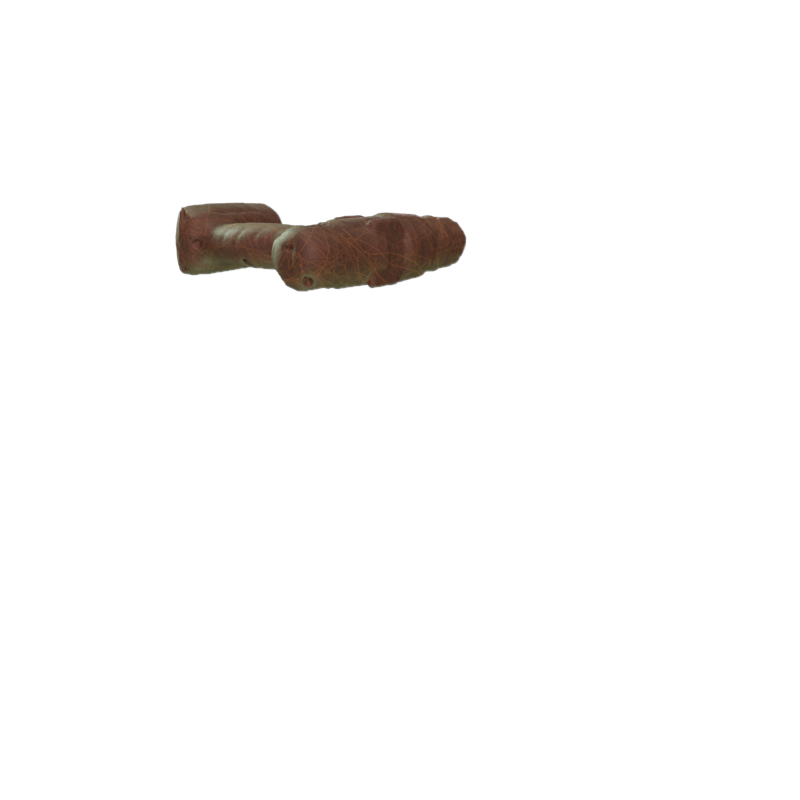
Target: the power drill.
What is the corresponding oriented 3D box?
[{"bbox_3d":[-0.067,-0.122,0.854,0.196,0.056,0.179,10,14,42],"label":"power drill"}]
